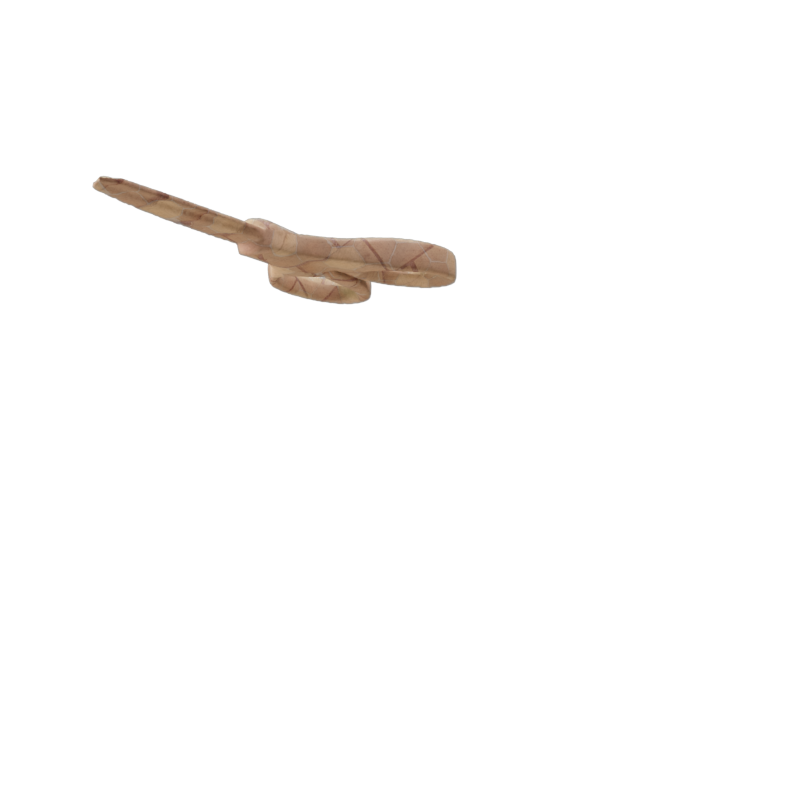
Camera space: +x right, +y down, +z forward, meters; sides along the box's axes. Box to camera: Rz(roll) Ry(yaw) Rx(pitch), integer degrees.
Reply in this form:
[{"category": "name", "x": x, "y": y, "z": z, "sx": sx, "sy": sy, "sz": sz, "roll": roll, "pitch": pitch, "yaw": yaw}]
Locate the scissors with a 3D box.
[{"category": "scissors", "x": -0.036, "y": -0.065, "z": 0.454, "sx": 0.098, "sy": 0.016, "sz": 0.193, "roll": -2, "pitch": -6, "yaw": 14}]
